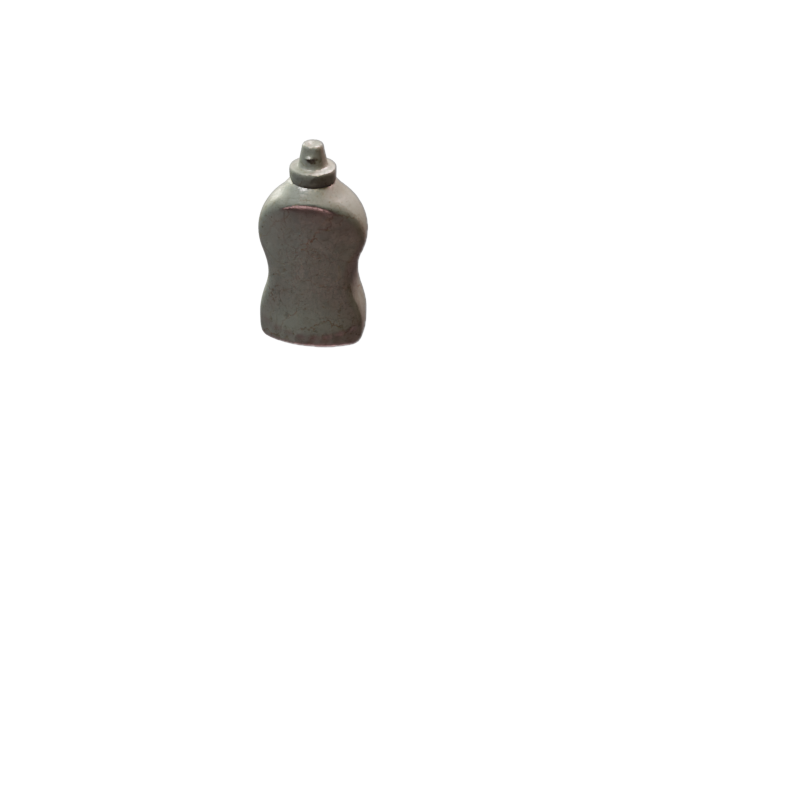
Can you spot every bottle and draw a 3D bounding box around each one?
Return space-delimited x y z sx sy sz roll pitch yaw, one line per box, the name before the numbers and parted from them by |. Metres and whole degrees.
bottle | -0.077 -0.140 0.985 0.098 0.180 0.061 8 31 9
